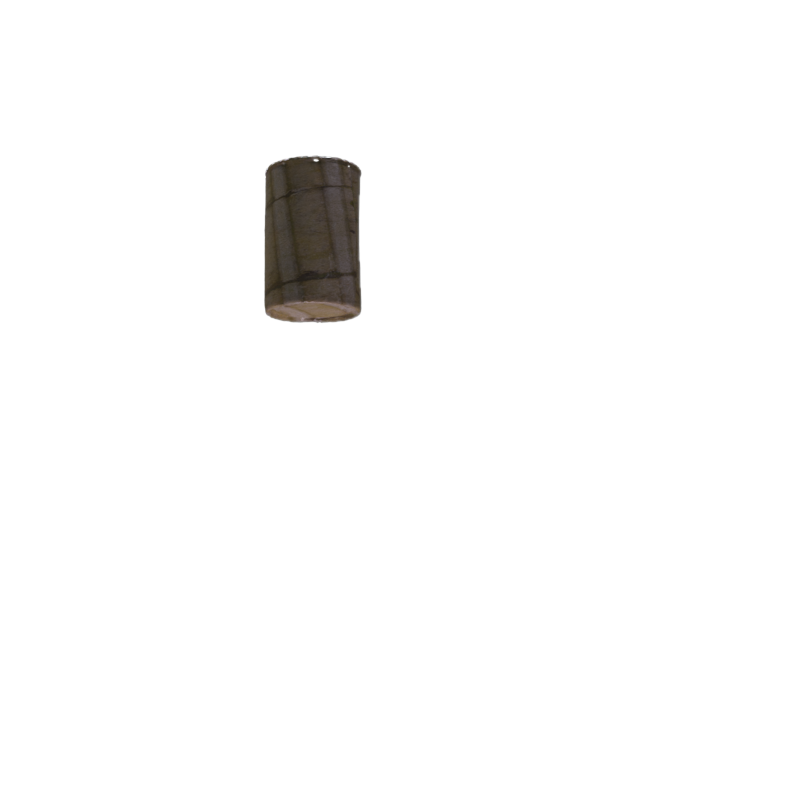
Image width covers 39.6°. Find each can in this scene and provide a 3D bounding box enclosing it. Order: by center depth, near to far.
[{"bbox_3d":[-0.060,-0.109,0.766,0.068,0.106,0.066,0,-14,-2],"label":"can"}]
